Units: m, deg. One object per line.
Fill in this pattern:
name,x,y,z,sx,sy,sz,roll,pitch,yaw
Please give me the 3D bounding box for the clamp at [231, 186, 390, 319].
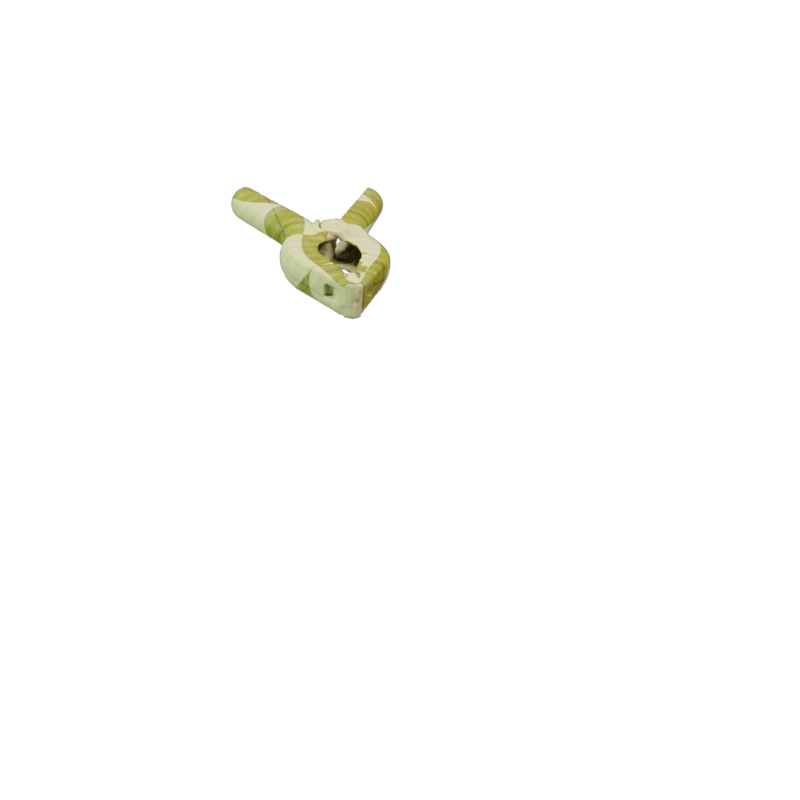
clamp,-0.064,-0.116,0.815,0.119,0.037,0.183,-3,31,-6
